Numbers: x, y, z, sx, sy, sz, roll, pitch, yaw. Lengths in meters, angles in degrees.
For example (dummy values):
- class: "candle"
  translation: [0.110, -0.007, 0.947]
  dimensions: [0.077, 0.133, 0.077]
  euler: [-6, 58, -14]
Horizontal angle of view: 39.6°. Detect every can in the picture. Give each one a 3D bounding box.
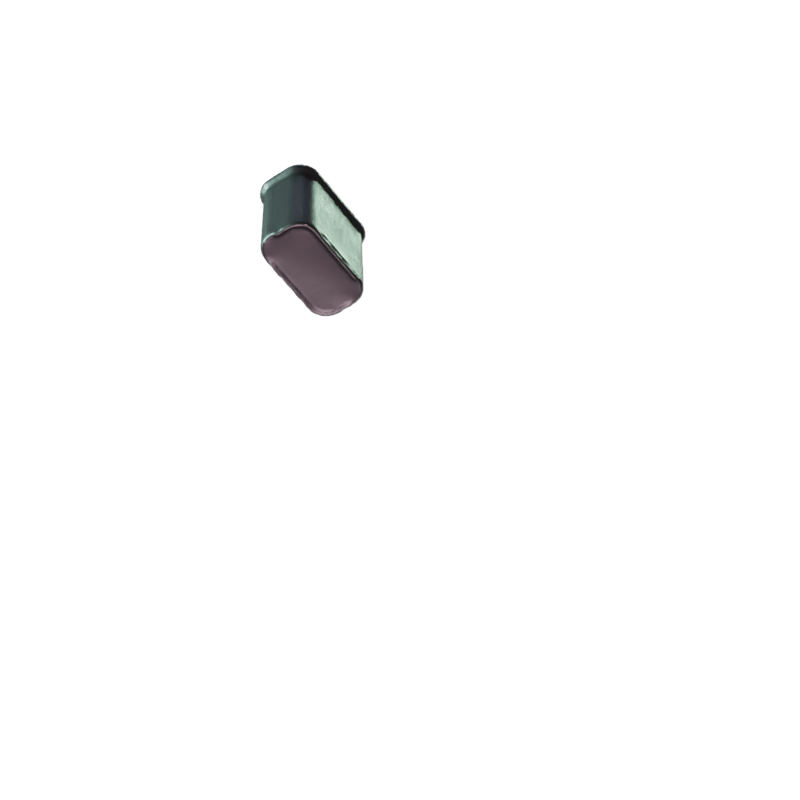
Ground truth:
- class: "can"
  translation: [-0.072, -0.132, 0.924]
  dimensions: [0.057, 0.090, 0.095]
  euler: [-29, -56, 20]
